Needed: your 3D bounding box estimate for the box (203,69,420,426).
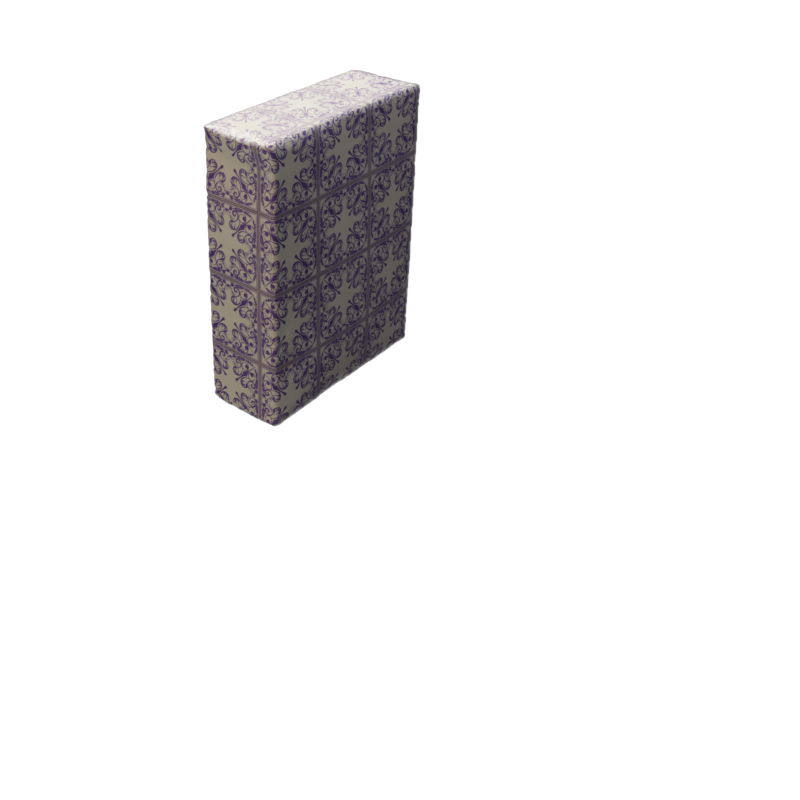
[{"bbox_3d":[-0.063,-0.115,0.803,0.076,0.202,0.165,20,34,30],"label":"box"}]
